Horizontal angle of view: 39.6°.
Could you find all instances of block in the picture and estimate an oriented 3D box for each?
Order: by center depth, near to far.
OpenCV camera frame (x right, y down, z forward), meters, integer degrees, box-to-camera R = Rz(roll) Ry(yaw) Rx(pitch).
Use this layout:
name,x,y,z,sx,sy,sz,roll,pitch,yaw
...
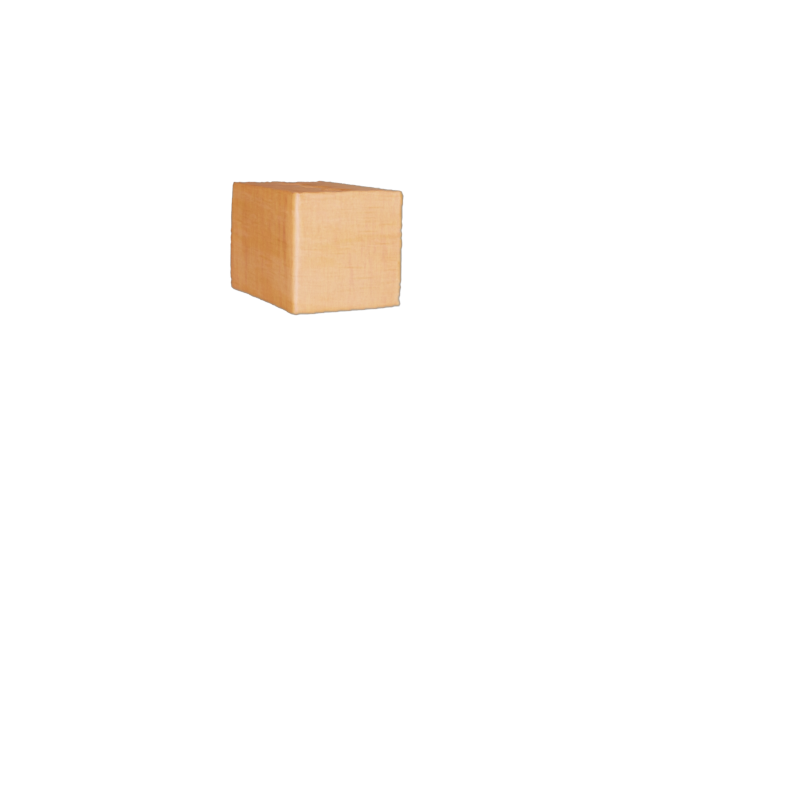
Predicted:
name,x,y,z,sx,sy,sz,roll,pitch,yaw
block,-0.039,-0.071,0.497,0.051,0.050,0.082,-5,13,-27
